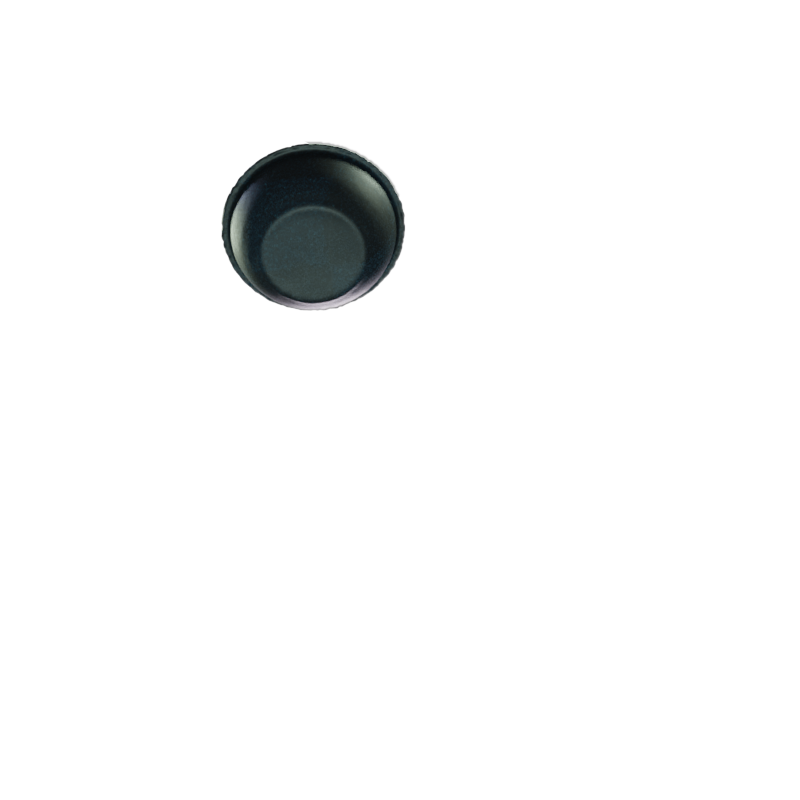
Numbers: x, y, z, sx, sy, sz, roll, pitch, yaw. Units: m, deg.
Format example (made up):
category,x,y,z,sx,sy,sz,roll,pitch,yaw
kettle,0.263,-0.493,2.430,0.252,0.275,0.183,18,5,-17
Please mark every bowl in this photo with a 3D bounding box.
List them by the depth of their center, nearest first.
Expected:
category,x,y,z,sx,sy,sz,roll,pitch,yaw
bowl,-0.075,-0.136,0.954,0.162,0.153,0.058,1,27,-1
